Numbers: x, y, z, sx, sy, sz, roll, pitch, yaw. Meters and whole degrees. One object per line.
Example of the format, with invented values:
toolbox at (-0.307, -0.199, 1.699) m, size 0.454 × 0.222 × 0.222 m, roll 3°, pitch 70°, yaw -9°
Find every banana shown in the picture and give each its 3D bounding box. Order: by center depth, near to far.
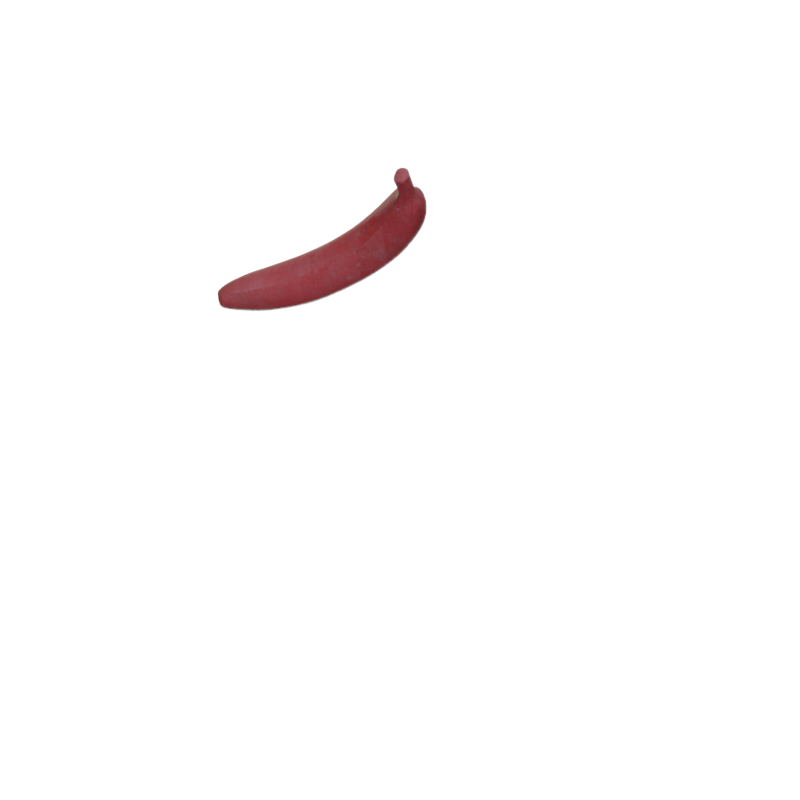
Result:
banana at (-0.048, -0.110, 0.815) m, size 0.197 × 0.039 × 0.065 m, roll -30°, pitch -46°, yaw 32°
